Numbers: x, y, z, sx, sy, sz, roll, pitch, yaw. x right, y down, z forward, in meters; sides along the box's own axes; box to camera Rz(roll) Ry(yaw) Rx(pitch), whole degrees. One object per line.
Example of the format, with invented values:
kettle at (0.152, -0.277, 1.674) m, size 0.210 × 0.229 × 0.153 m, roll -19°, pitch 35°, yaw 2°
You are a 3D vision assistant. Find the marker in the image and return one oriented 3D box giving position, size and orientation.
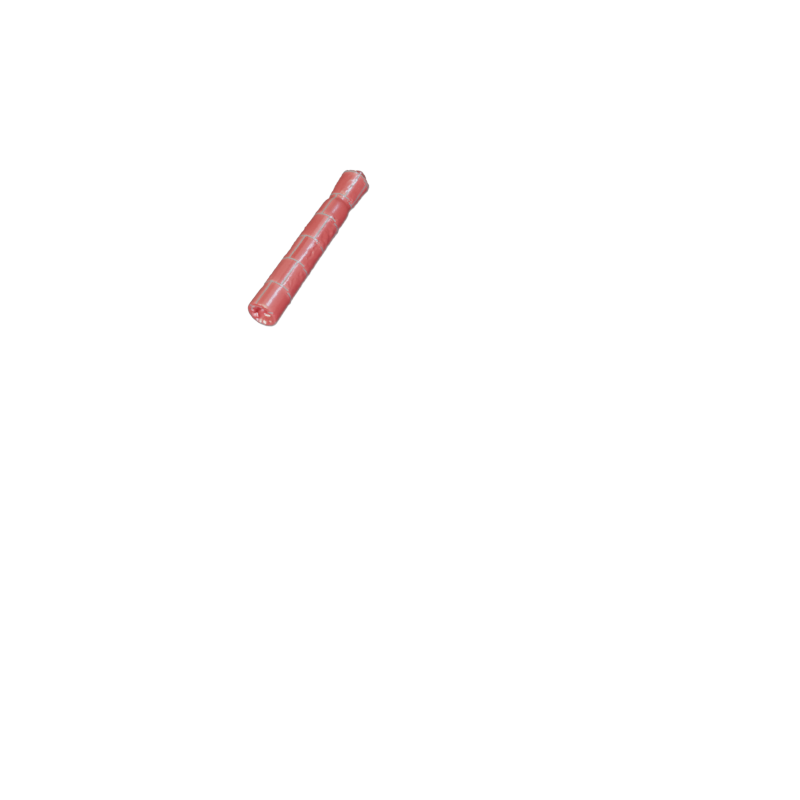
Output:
marker at (-0.051, -0.092, 0.647) m, size 0.020 × 0.125 × 0.018 m, roll 1°, pitch -43°, yaw 36°
